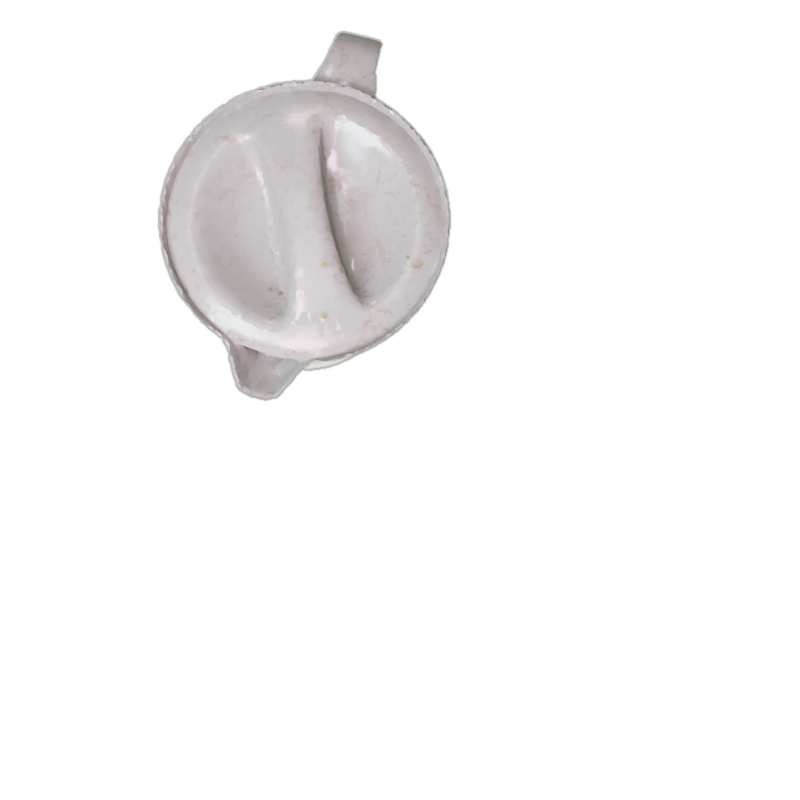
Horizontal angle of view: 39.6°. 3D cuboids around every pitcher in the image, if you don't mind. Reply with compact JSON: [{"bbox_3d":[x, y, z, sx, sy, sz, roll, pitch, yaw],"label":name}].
[{"bbox_3d":[-0.049,-0.089,0.620,0.149,0.147,0.240,-31,-2,-5],"label":"pitcher"}]
